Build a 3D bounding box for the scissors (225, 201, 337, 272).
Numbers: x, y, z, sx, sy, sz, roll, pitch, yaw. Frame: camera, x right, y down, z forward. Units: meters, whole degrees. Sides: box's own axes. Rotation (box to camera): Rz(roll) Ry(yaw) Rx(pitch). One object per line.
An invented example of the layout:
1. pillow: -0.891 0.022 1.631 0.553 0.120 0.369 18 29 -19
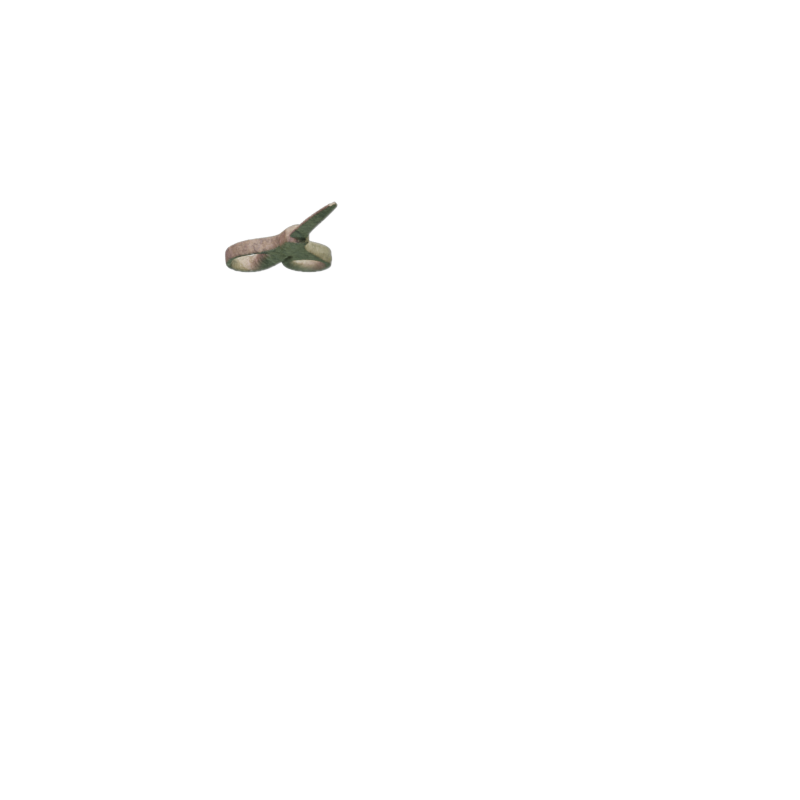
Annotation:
1. scissors: -0.067 -0.123 0.858 0.092 0.016 0.205 4 -7 -34
